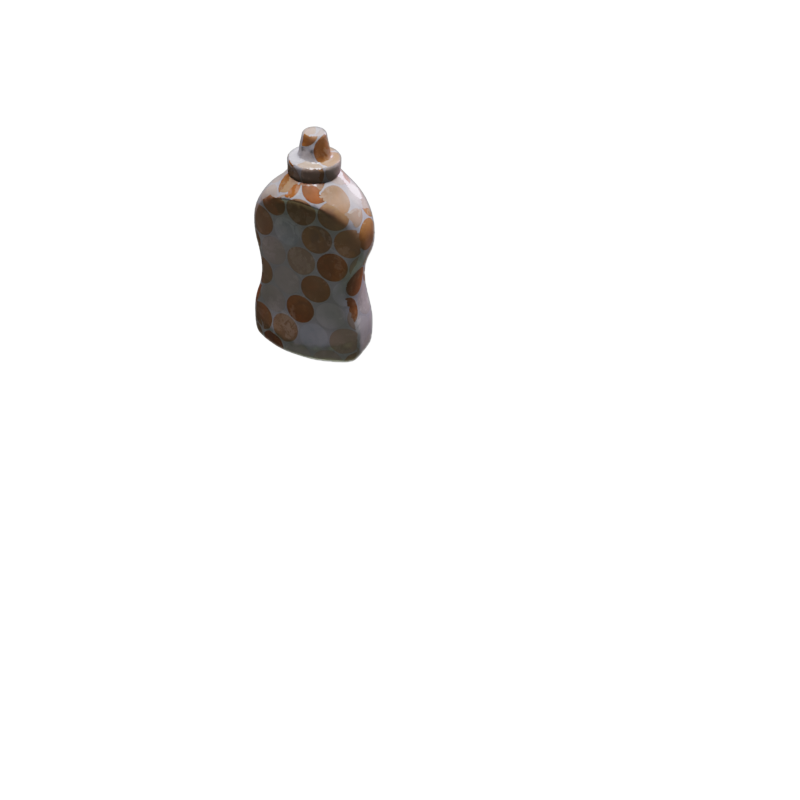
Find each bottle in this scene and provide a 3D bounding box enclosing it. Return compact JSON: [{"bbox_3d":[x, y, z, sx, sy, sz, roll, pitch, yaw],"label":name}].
[{"bbox_3d":[-0.068,-0.124,0.867,0.100,0.179,0.060,19,38,22],"label":"bottle"}]
